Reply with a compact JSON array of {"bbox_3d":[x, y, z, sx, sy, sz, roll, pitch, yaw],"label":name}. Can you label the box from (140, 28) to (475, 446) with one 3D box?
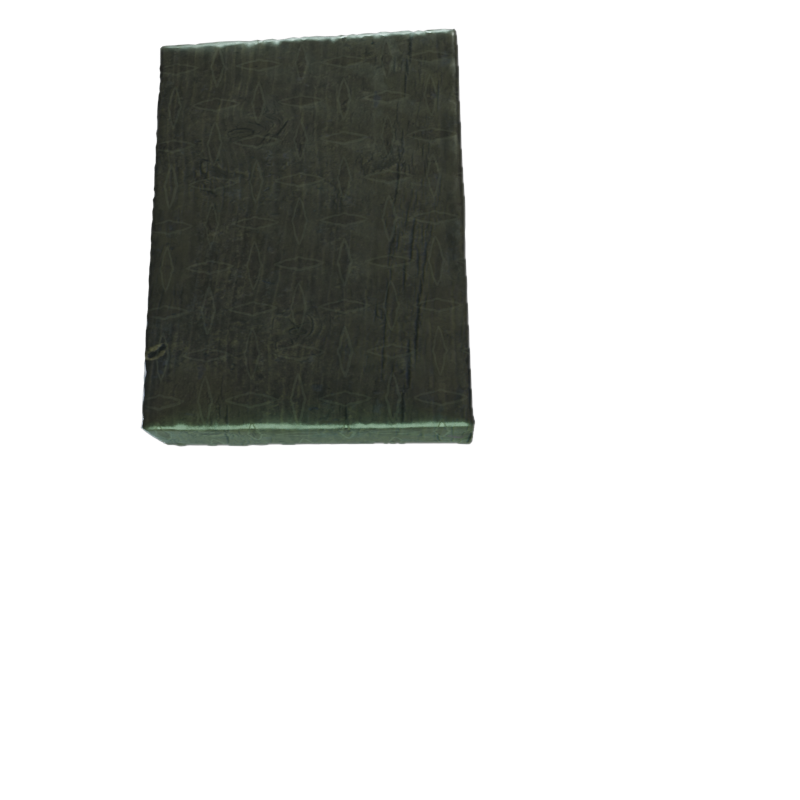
[{"bbox_3d":[-0.046,-0.085,0.593,0.165,0.223,0.068,-2,-18,5],"label":"box"}]
